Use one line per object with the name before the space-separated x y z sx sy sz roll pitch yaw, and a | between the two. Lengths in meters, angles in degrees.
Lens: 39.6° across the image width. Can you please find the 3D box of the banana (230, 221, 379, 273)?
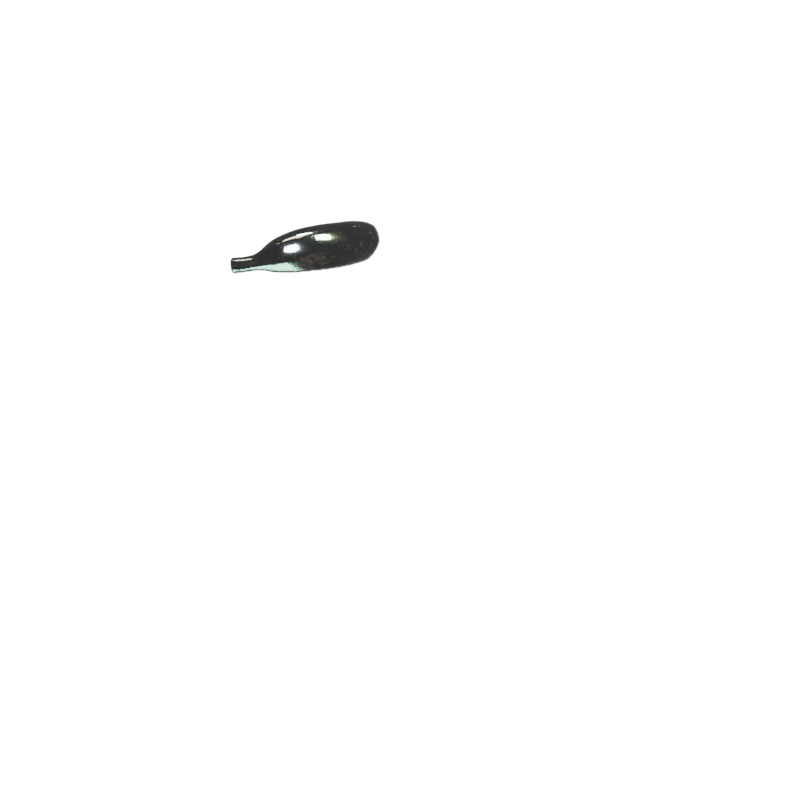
banana | -0.060 -0.133 0.941 0.072 0.036 0.194 7 14 29
